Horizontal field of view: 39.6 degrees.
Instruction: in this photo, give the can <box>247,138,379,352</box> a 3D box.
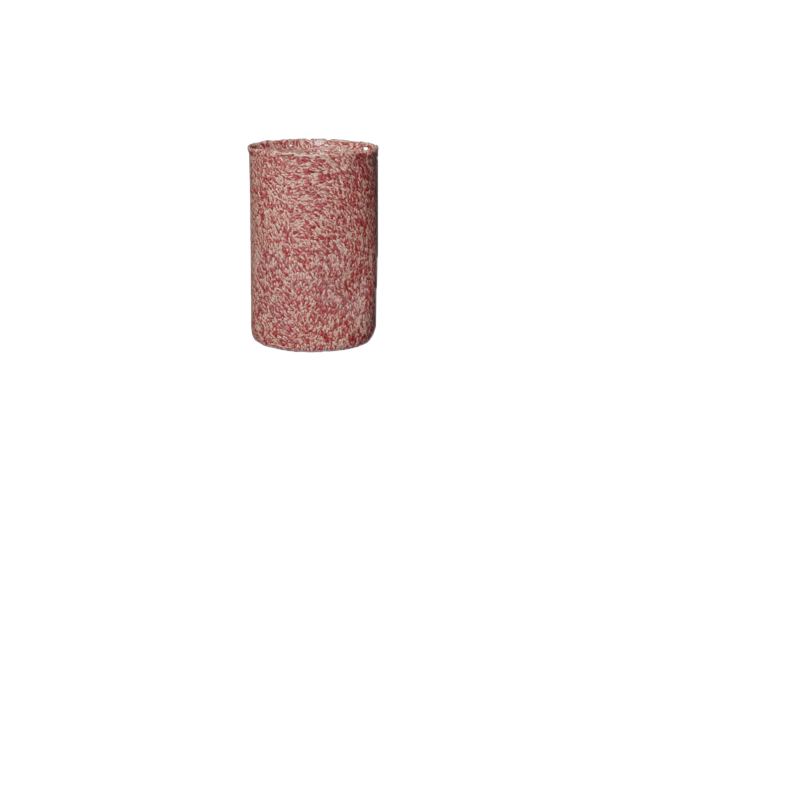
[{"bbox_3d":[-0.046,-0.083,0.582,0.068,0.099,0.071,0,14,-2],"label":"can"}]
